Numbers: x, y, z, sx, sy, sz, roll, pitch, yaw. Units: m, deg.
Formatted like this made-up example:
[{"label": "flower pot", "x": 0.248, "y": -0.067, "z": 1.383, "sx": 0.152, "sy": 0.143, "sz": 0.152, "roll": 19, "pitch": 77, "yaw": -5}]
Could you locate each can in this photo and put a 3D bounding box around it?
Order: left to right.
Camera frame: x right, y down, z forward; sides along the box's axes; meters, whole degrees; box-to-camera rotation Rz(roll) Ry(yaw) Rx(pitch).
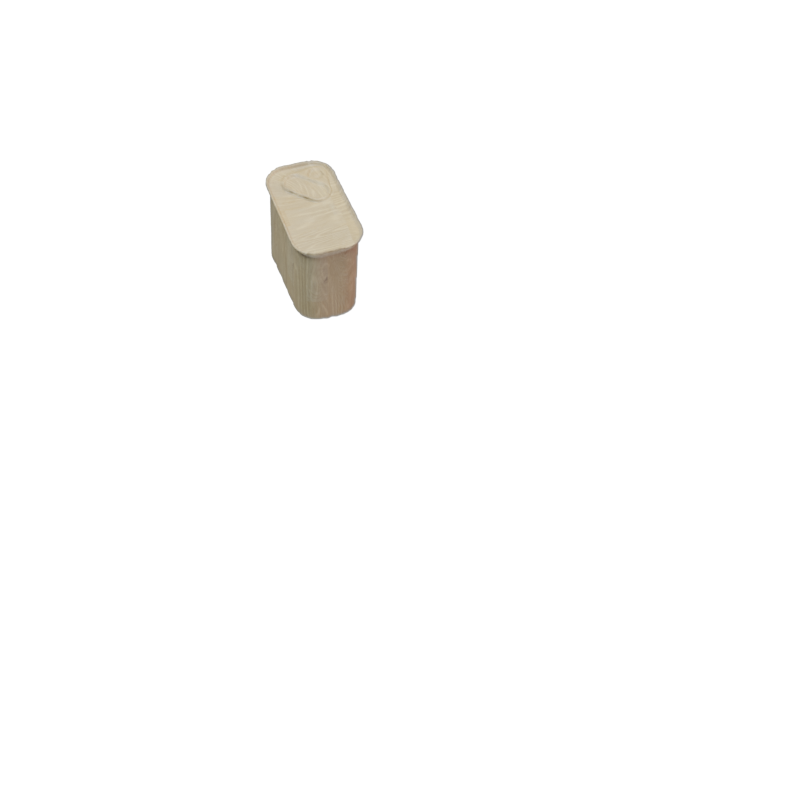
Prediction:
[{"label": "can", "x": -0.070, "y": -0.127, "z": 0.892, "sx": 0.057, "sy": 0.110, "sz": 0.078, "roll": -14, "pitch": -38, "yaw": -14}]
